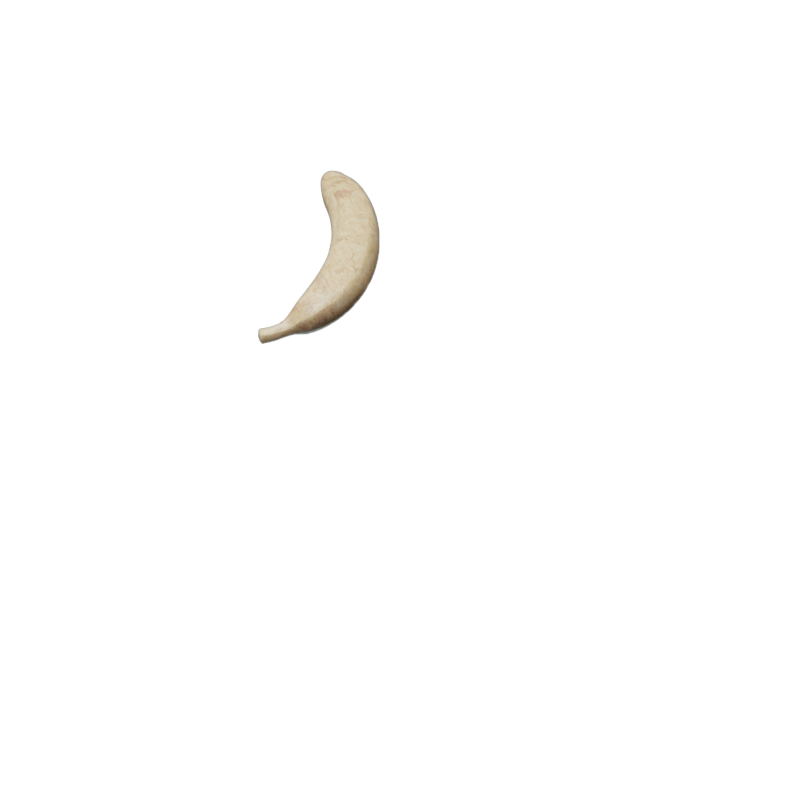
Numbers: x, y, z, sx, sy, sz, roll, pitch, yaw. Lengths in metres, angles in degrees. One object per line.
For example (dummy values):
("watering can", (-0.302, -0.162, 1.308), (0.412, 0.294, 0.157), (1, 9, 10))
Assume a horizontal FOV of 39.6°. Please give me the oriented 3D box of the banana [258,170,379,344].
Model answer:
("banana", (-0.050, -0.116, 0.848), (0.071, 0.034, 0.209), (8, 45, 8))
